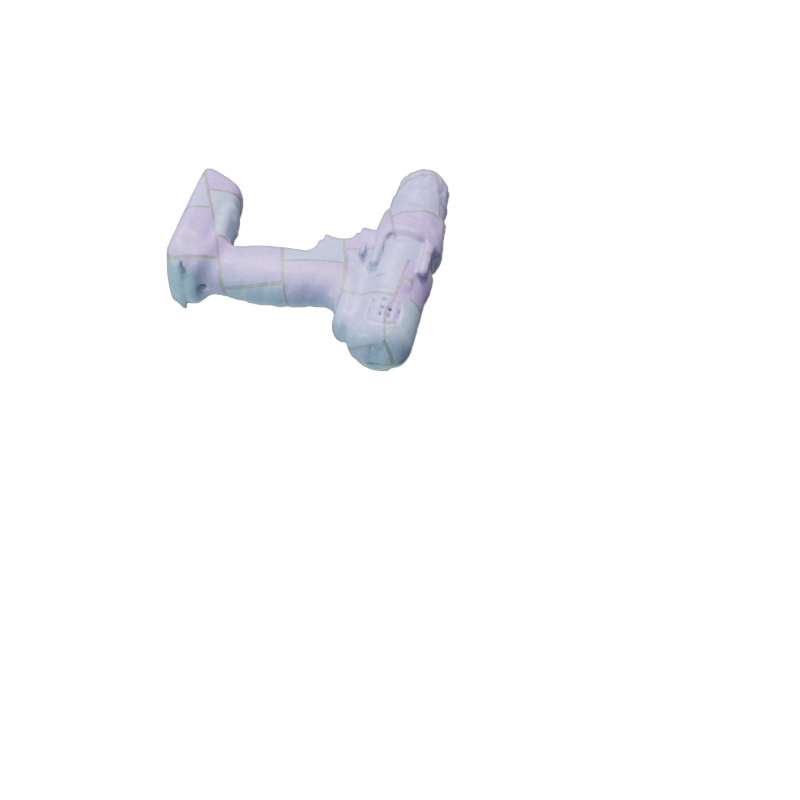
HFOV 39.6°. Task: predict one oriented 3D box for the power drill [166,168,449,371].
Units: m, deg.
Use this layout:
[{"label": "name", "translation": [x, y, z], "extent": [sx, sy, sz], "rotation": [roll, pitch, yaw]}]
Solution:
[{"label": "power drill", "translation": [-0.063, -0.116, 0.809], "extent": [0.191, 0.195, 0.053], "rotation": [10, -41, 9]}]
